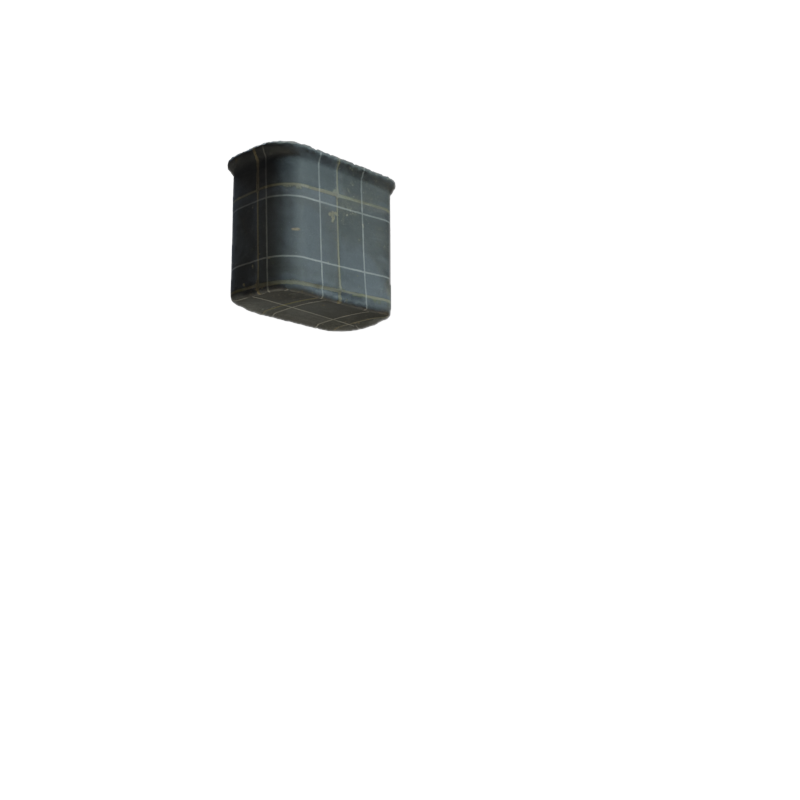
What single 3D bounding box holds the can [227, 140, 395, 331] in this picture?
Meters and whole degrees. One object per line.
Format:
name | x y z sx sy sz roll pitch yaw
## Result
can | -0.049 -0.090 0.631 0.058 0.087 0.096 -16 -21 42
